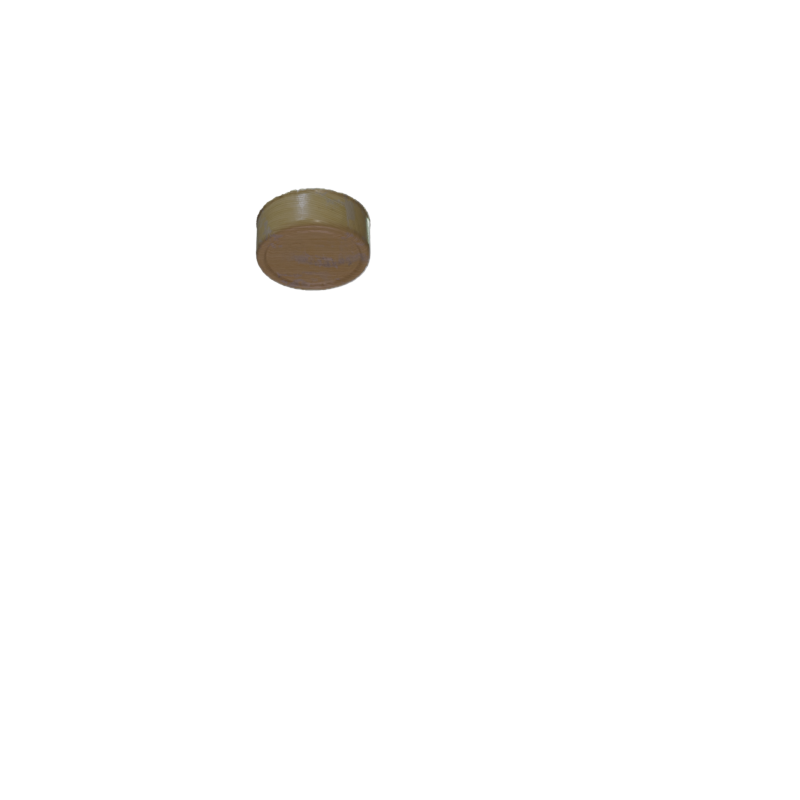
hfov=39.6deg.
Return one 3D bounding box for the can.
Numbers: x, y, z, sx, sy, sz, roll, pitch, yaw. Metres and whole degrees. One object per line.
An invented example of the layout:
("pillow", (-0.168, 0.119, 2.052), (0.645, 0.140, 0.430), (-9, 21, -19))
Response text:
("can", (-0.064, -0.117, 0.818), (0.086, 0.036, 0.080), (1, -31, -2))
